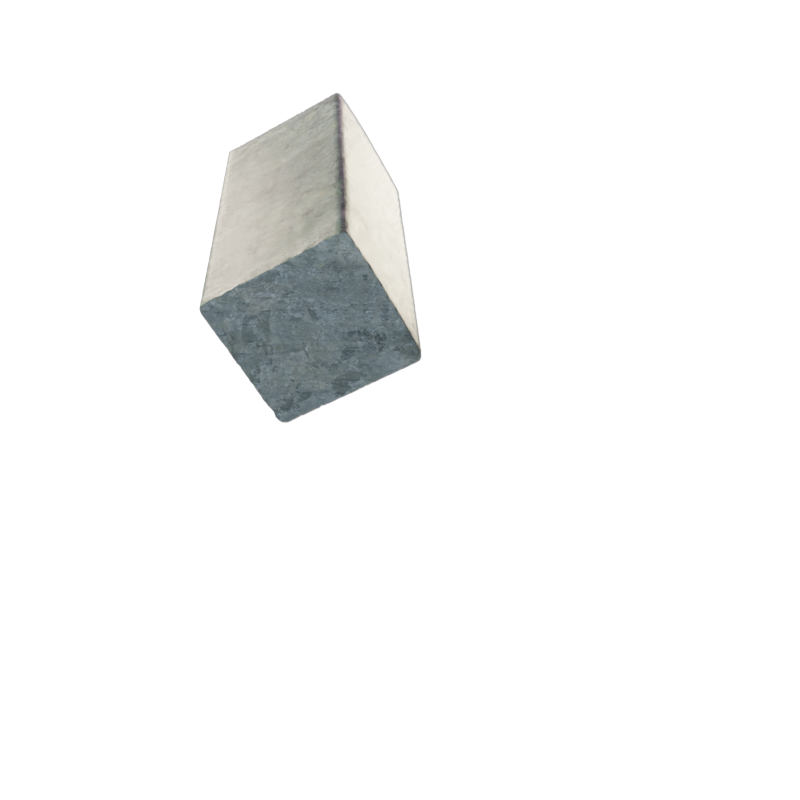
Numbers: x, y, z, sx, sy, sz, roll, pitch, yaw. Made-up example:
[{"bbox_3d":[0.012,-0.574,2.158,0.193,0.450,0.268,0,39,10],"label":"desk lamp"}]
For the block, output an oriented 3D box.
[{"bbox_3d":[-0.052,-0.095,0.671,0.091,0.084,0.220,-26,31,13],"label":"block"}]
